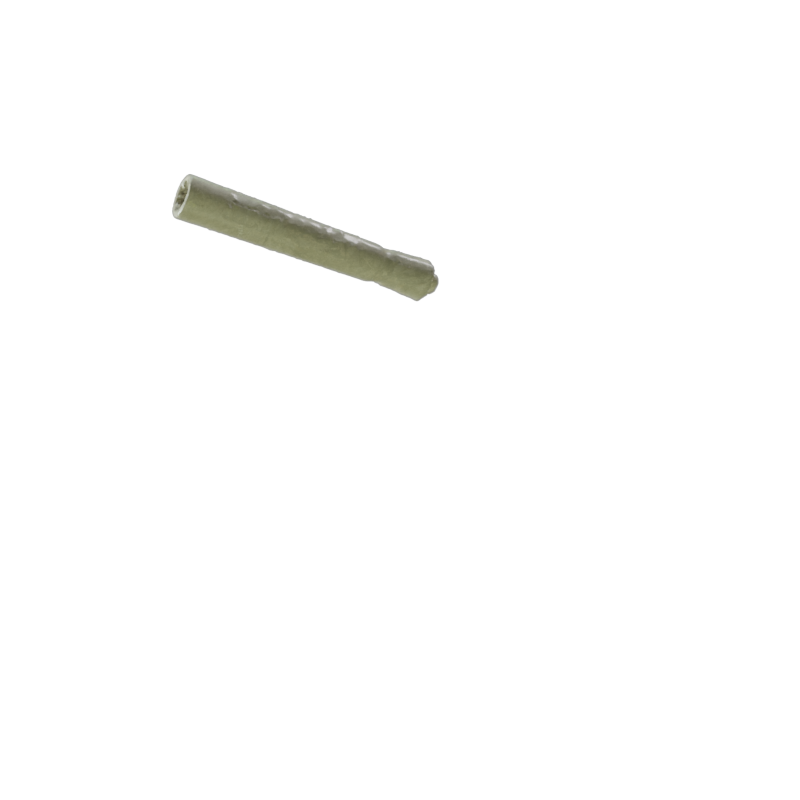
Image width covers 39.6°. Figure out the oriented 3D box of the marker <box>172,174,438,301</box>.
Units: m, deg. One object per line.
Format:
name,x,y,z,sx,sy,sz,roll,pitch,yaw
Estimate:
marker,-0.036,-0.066,0.465,0.116,0.020,0.020,17,-3,-23
